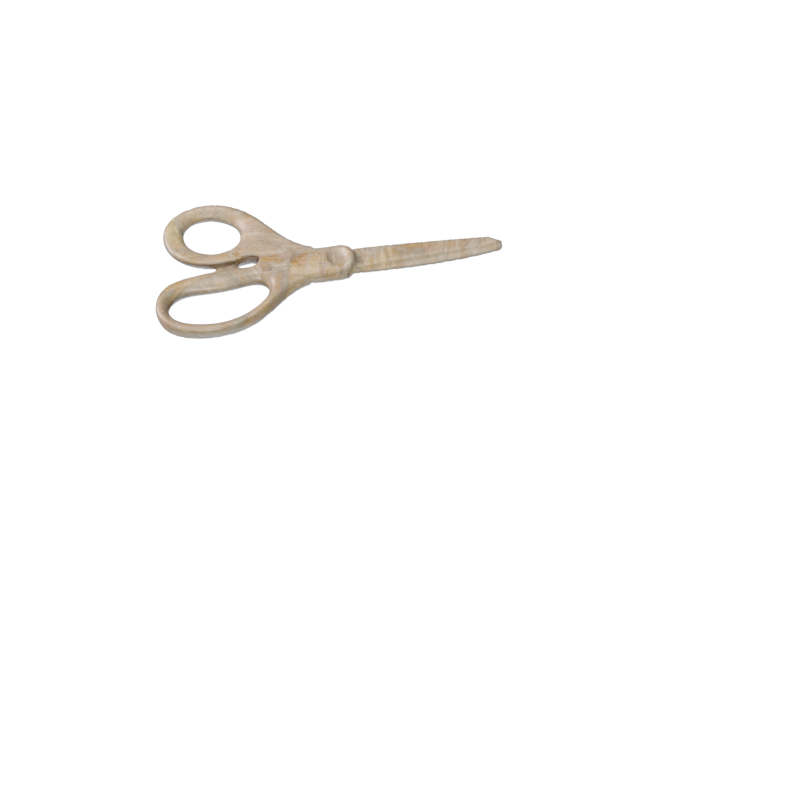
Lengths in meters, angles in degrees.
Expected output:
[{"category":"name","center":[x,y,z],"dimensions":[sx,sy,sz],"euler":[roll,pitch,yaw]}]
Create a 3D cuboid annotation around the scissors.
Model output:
[{"category":"scissors","center":[-0.051,-0.093,0.651],"dimensions":[0.200,0.103,0.015],"euler":[-21,-31,-13]}]
